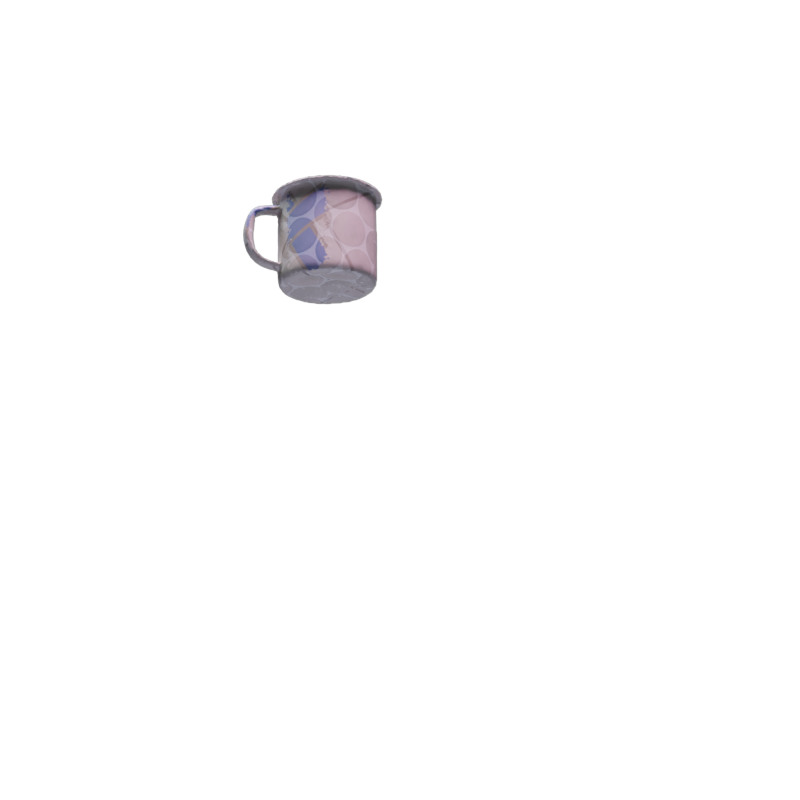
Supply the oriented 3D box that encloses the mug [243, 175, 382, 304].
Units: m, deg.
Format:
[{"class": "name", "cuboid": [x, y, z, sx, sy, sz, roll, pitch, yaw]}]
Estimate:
[{"class": "mug", "cuboid": [-0.072, -0.131, 0.916, 0.114, 0.086, 0.091, 5, -20, -17]}]
